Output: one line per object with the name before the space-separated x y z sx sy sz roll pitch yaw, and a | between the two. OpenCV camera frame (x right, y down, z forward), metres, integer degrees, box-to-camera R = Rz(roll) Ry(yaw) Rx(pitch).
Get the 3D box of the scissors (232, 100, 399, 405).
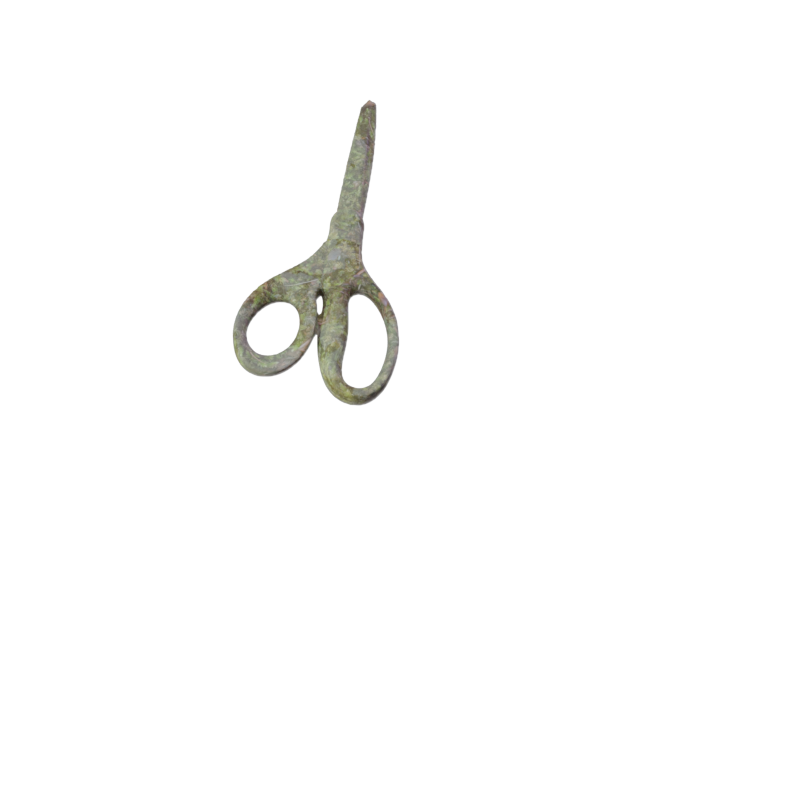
scissors | -0.048 -0.088 0.619 0.096 0.216 0.015 -6 -32 -4
